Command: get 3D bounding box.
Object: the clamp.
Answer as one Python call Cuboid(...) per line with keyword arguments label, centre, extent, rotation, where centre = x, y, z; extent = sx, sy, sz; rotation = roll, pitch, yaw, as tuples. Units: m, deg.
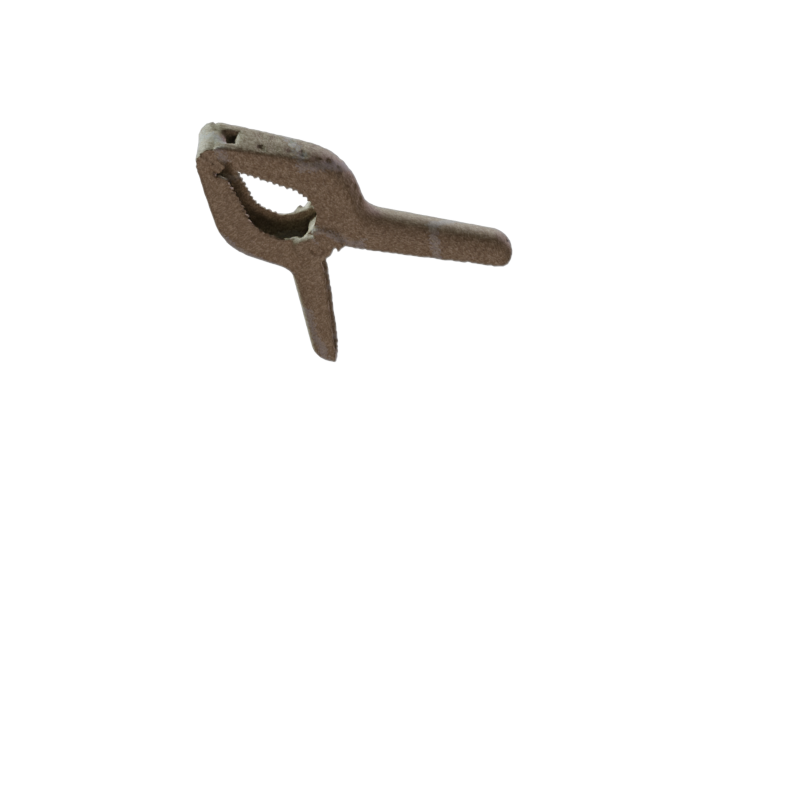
Cuboid(label="clamp", centre=(-0.056, -0.102, 0.712), extent=(0.198, 0.039, 0.162), rotation=(30, -49, -30))
